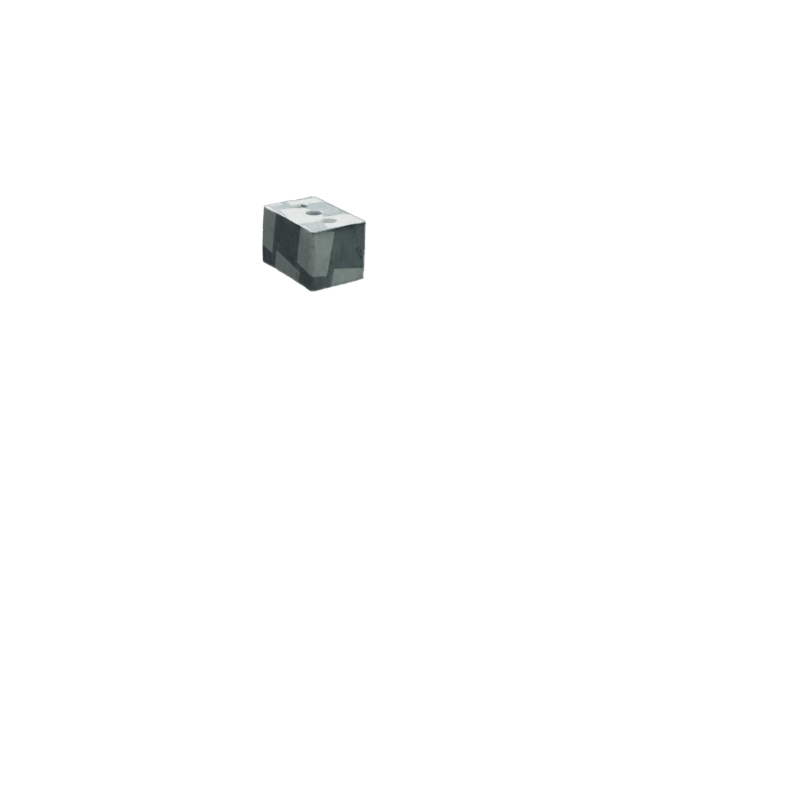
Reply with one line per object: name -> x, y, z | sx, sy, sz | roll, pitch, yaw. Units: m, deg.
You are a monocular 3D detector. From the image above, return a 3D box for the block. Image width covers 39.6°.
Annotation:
block -> -0.070, -0.128, 0.897 | 0.052, 0.049, 0.083 | -16, 30, -32
